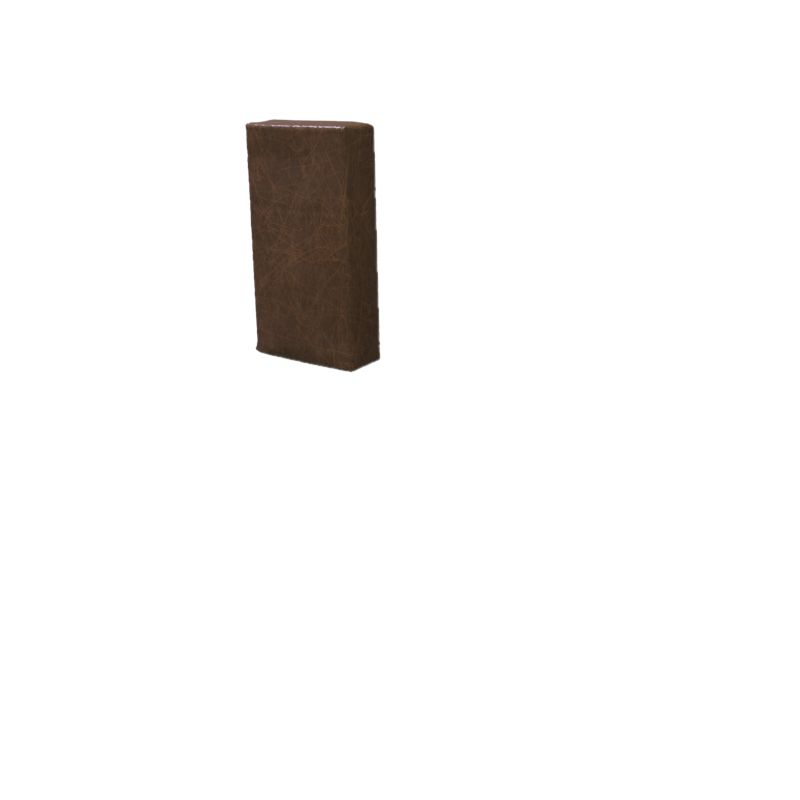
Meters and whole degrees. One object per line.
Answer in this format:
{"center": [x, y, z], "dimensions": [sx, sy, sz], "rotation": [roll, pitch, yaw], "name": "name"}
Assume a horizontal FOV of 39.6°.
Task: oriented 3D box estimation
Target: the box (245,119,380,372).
{"center": [-0.063, -0.116, 0.813], "dimensions": [0.098, 0.172, 0.047], "rotation": [9, 13, 35], "name": "box"}
